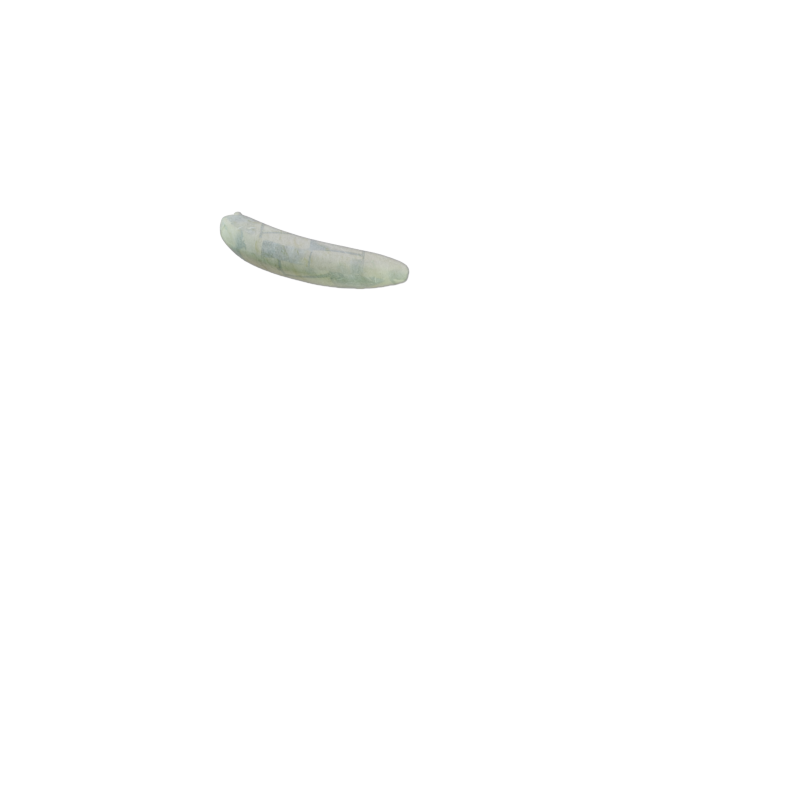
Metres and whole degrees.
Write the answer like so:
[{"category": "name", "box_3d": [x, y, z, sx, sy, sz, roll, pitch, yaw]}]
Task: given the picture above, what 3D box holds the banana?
[{"category": "banana", "box_3d": [-0.090, -0.132, 0.966, 0.209, 0.034, 0.070, 23, 40, 30]}]
